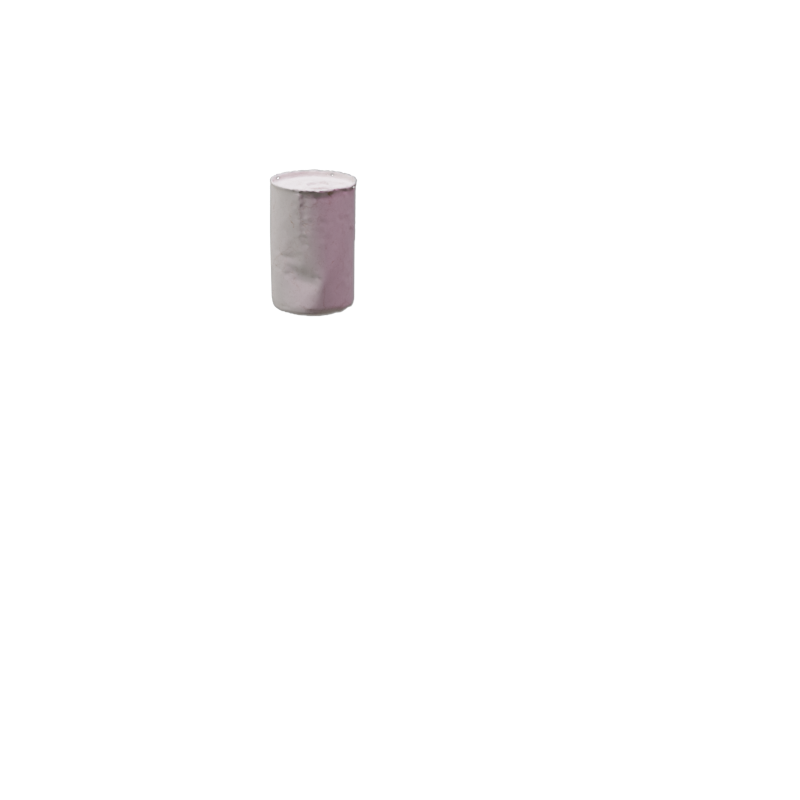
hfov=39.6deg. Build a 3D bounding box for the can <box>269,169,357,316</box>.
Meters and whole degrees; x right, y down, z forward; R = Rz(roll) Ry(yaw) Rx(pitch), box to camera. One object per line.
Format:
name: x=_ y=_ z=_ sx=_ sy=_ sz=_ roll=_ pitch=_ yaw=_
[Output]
can: x=-0.069 y=-0.125 z=0.875 sx=0.068 sy=0.098 sz=0.072 roll=0 pitch=19 yaw=-2
